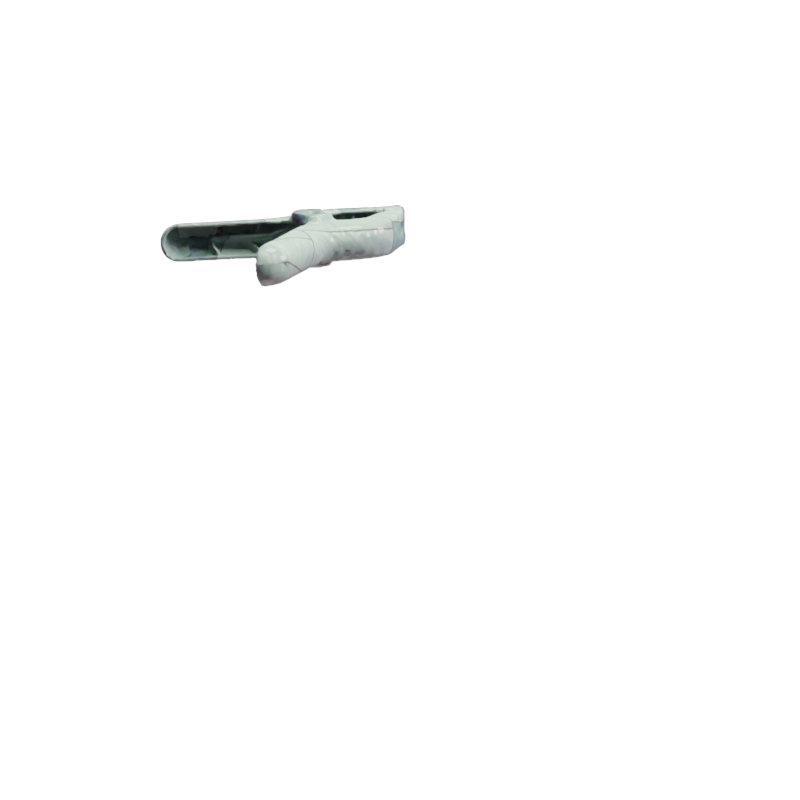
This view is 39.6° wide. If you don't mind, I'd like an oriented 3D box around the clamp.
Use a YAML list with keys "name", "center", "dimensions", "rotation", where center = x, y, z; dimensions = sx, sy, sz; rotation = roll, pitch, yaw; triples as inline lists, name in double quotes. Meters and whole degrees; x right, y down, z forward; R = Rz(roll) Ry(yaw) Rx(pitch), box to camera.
- name: "clamp"
  center: [-0.057, -0.103, 0.723]
  dimensions: [0.168, 0.037, 0.128]
  rotation: [-14, 27, -29]
